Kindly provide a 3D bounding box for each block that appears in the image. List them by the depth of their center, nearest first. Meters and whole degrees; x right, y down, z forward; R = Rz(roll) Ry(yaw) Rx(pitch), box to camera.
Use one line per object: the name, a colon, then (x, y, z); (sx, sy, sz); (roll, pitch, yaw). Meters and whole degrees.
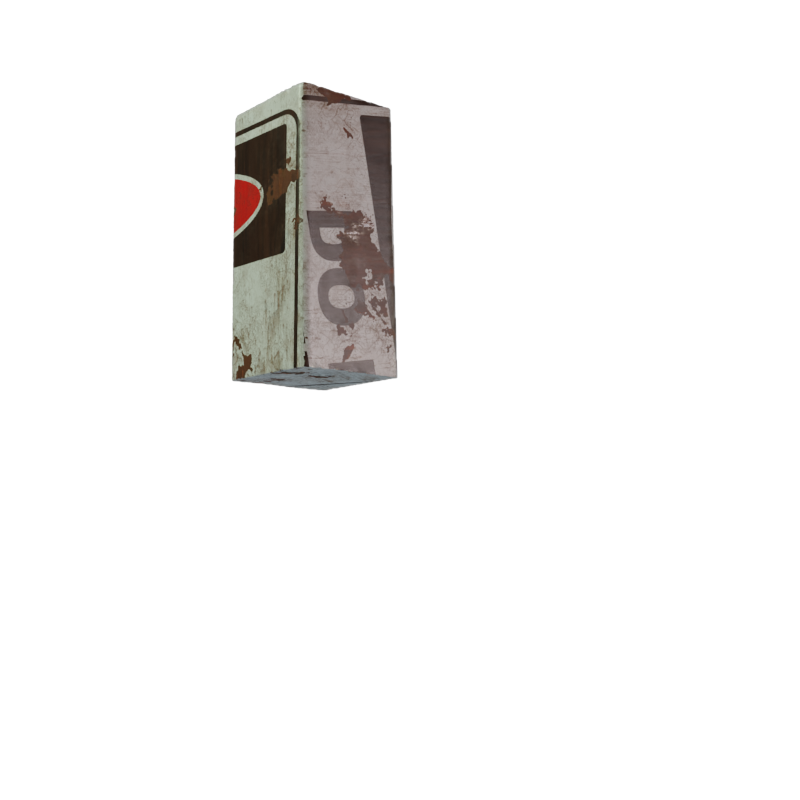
block: (-0.065, -0.118, 0.827); (0.086, 0.213, 0.092); (10, -18, -39)
